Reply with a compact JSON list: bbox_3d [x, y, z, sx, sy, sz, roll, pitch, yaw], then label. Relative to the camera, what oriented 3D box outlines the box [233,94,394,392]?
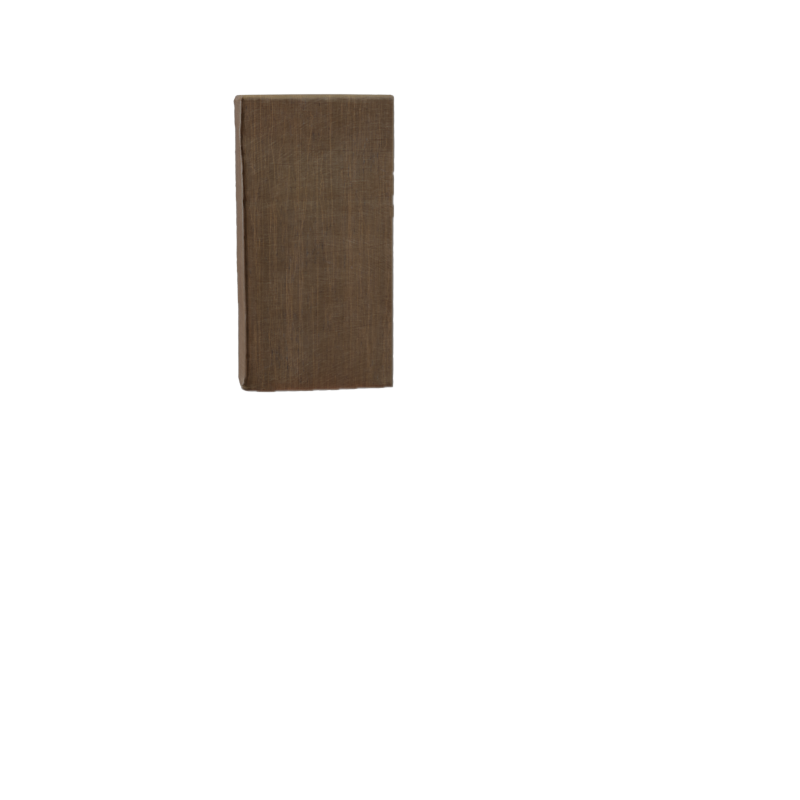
[{"bbox_3d":[-0.052,-0.095,0.667,0.092,0.174,0.049,-1,6,-11],"label":"box"}]
